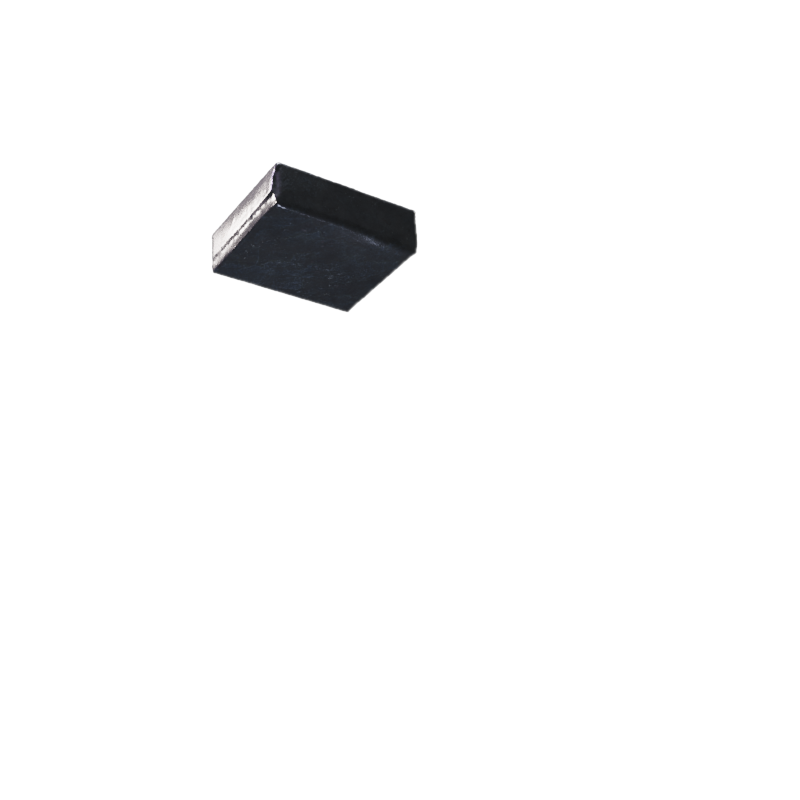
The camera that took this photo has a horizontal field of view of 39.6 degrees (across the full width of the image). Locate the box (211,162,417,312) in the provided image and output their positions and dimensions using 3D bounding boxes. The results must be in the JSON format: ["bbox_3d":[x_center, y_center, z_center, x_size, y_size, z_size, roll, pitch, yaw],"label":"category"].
[{"bbox_3d":[-0.059,-0.107,0.749,0.108,0.041,0.088,18,-35,-28],"label":"box"}]
